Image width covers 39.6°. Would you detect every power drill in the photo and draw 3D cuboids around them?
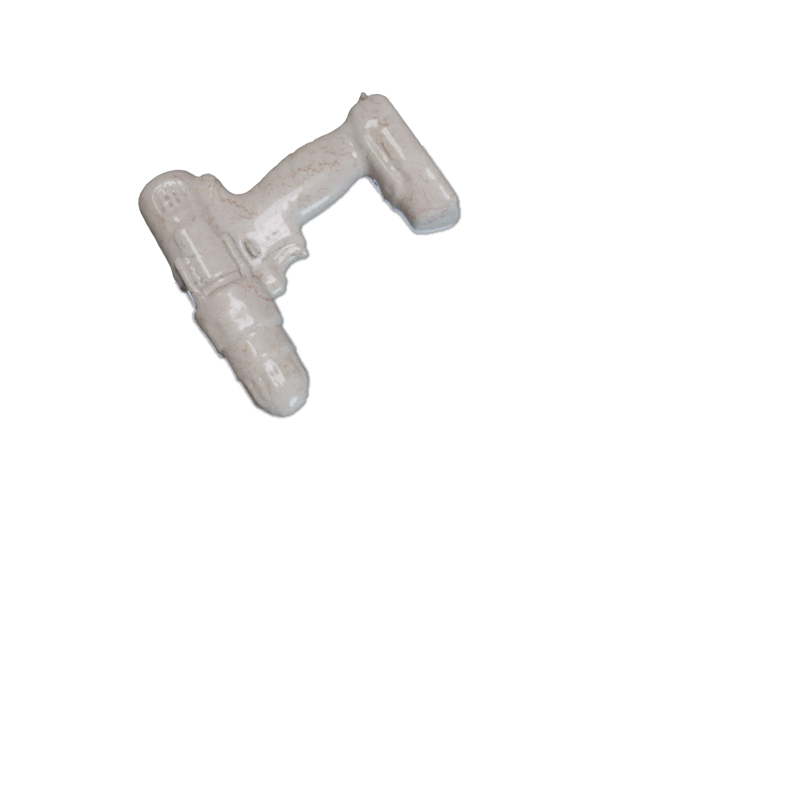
[{"bbox_3d":[-0.058,-0.105,0.735,0.187,0.192,0.055,-30,-15,-9],"label":"power drill"}]
